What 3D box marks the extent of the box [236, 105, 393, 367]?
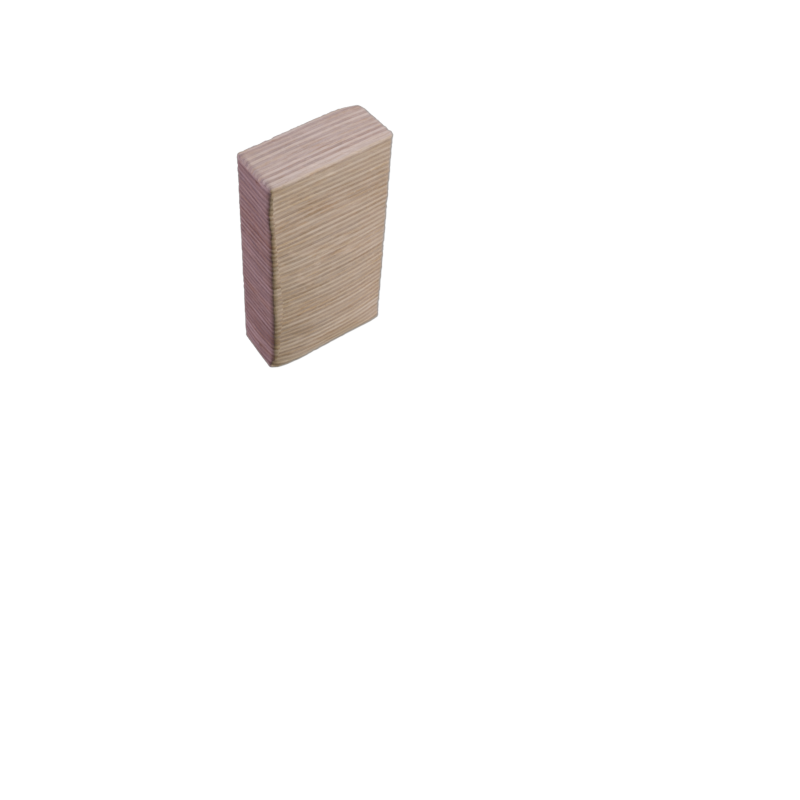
[{"bbox_3d":[-0.057,-0.105,0.731,0.093,0.164,0.052,-28,56,-25],"label":"box"}]
